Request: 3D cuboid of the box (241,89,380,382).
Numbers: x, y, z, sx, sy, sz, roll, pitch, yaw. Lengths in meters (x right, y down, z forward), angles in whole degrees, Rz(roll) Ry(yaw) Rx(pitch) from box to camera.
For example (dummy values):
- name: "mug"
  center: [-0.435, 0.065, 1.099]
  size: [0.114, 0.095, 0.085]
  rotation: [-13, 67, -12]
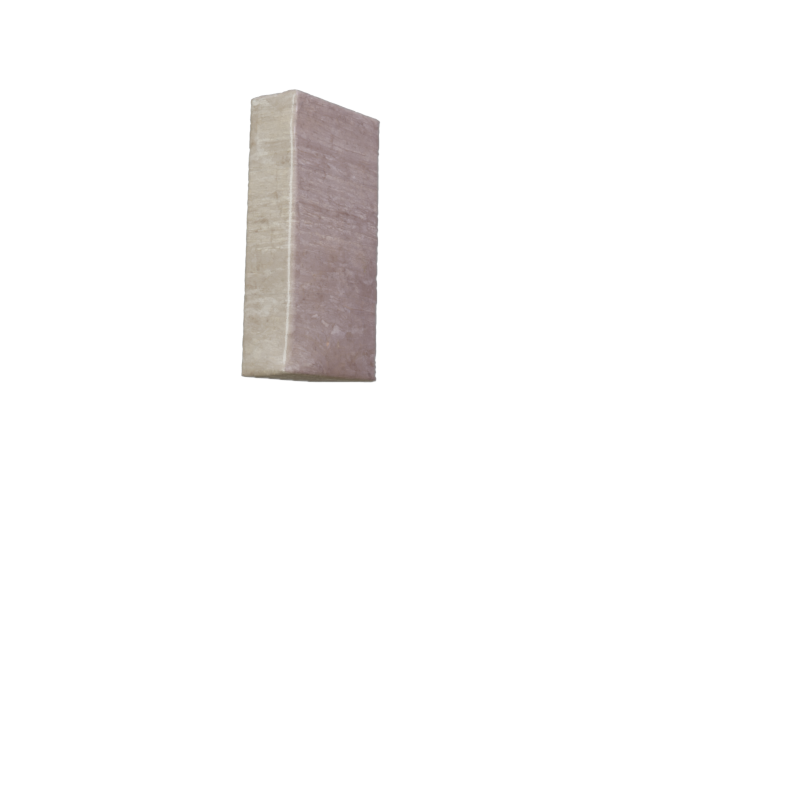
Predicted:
- name: "box"
  center: [-0.056, -0.101, 0.710]
  size: [0.049, 0.181, 0.089]
  rotation: [-8, -11, 35]
